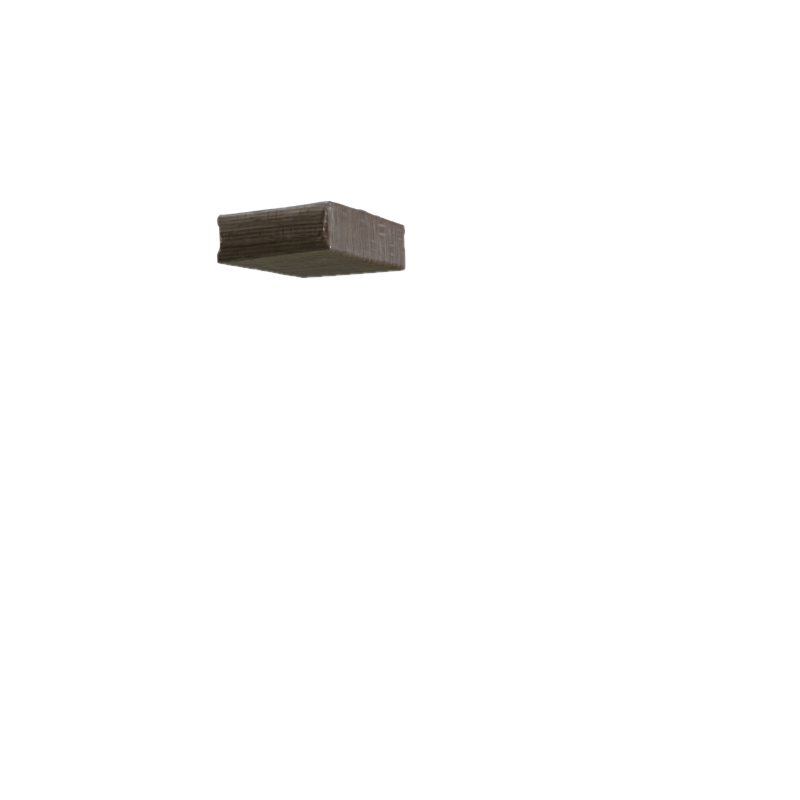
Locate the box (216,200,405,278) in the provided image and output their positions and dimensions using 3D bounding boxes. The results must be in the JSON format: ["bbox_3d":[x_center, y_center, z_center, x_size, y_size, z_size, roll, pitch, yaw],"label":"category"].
[{"bbox_3d":[-0.049,-0.090,0.627,0.075,0.031,0.085,-2,-3,31],"label":"box"}]
